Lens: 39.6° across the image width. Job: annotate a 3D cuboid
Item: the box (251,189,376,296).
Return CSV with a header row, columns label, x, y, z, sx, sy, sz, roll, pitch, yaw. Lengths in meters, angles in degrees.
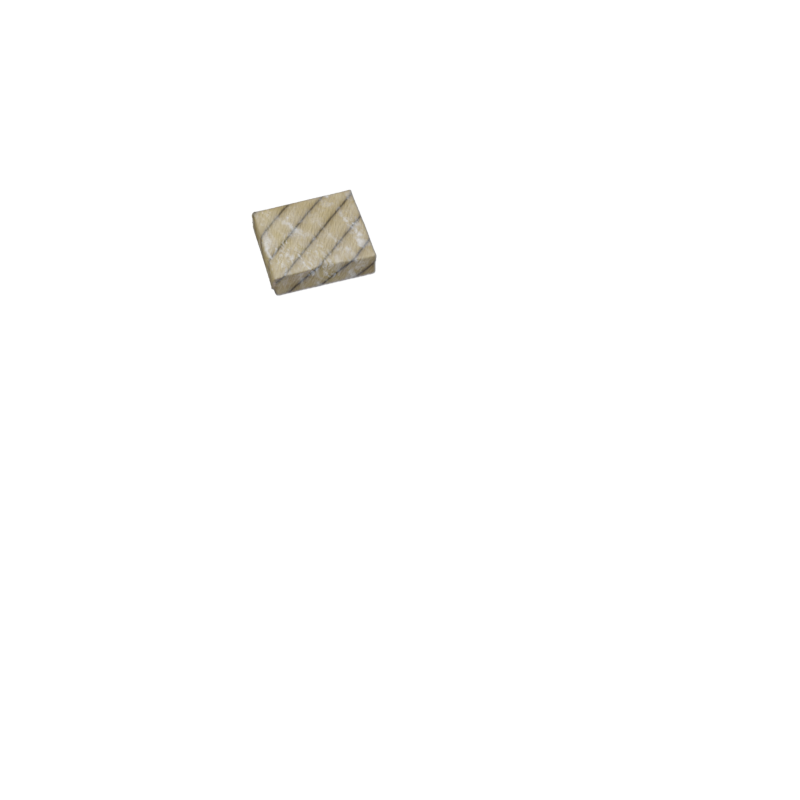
label,x,y,z,sx,sy,sz,roll,pitch,yaw
box,-0.073,-0.132,0.925,0.088,0.079,0.028,-14,-33,-10
